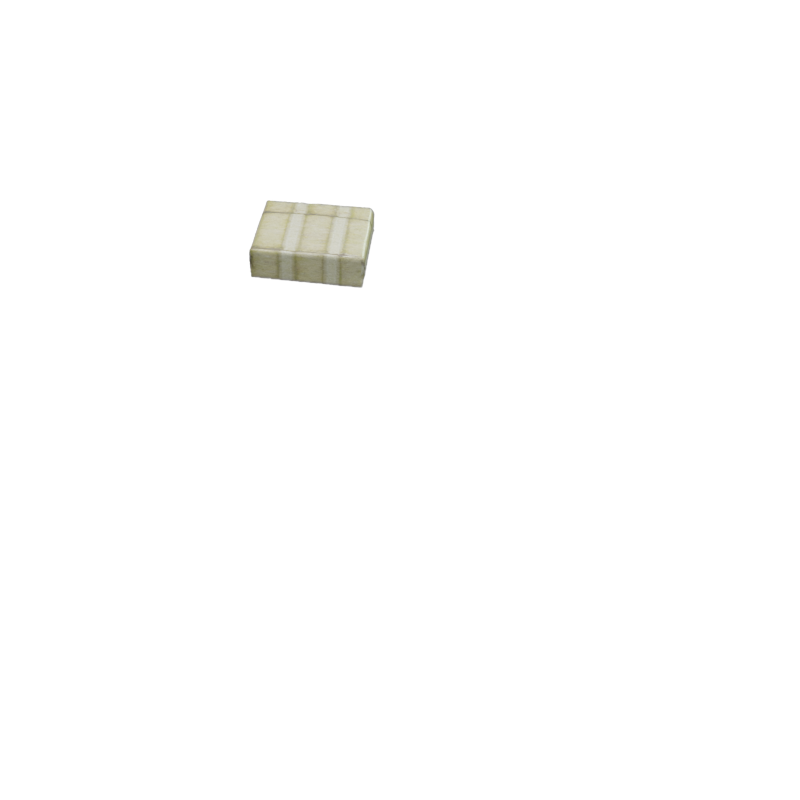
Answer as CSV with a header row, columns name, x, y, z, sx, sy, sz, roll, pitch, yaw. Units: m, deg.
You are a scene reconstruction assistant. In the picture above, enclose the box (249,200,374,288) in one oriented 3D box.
name,x,y,z,sx,sy,sz,roll,pitch,yaw
box,-0.068,-0.124,0.867,0.090,0.028,0.077,5,39,5
